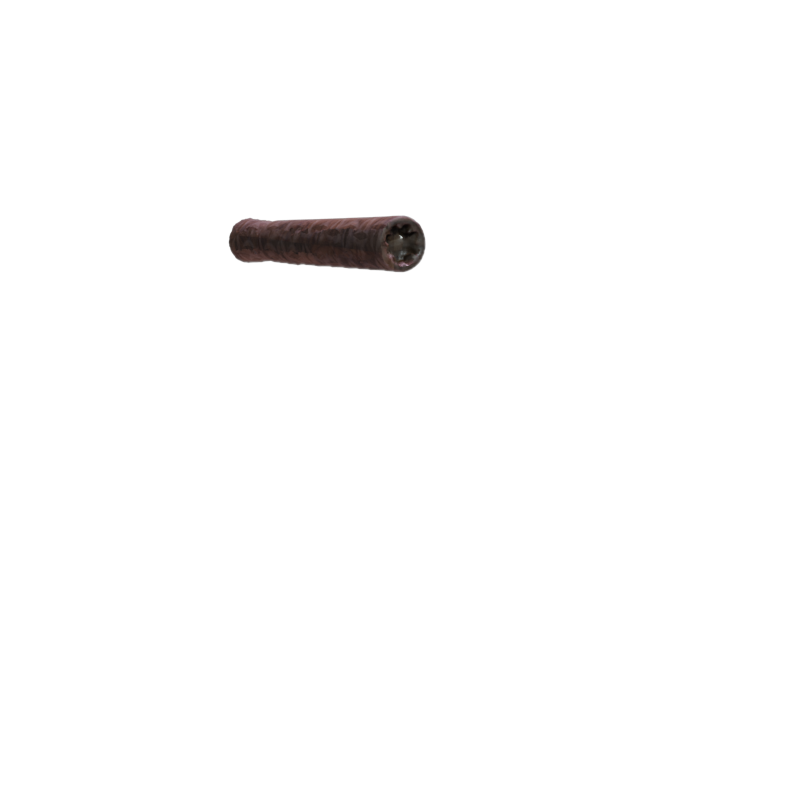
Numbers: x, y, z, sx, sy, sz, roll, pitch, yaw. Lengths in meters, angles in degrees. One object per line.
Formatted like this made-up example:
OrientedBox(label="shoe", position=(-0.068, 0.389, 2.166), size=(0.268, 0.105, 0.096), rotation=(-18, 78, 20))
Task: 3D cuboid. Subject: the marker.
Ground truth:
OrientedBox(label="marker", position=(-0.033, -0.059, 0.416), size=(0.019, 0.020, 0.126), rotation=(-2, 9, -32))
